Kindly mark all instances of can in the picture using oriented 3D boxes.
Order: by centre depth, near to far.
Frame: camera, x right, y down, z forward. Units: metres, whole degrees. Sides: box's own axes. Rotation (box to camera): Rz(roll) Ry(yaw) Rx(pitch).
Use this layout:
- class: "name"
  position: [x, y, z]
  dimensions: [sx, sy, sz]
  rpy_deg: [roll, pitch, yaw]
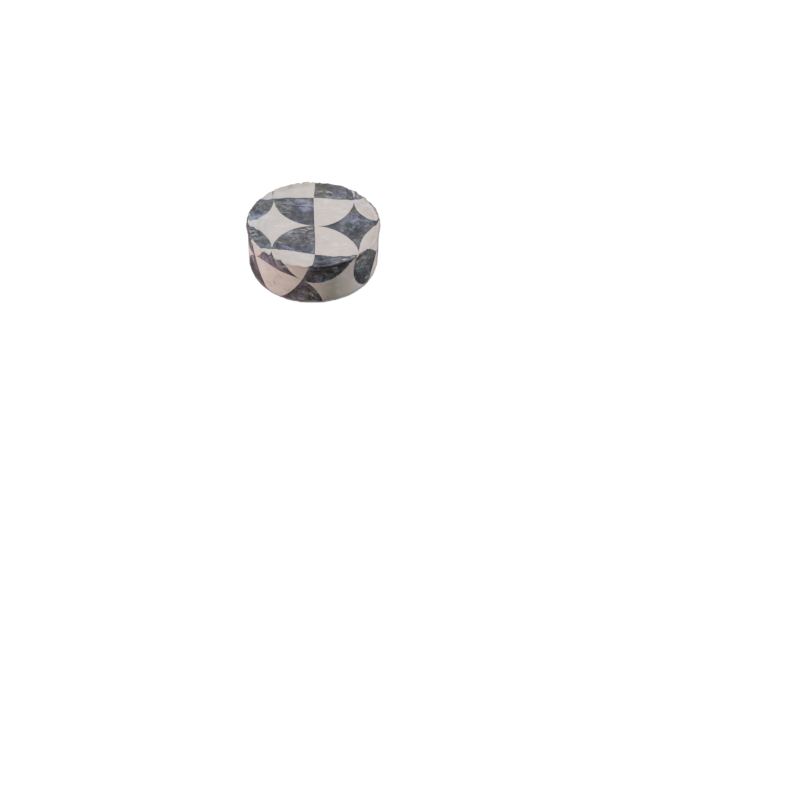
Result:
- class: "can"
  position: [-0.056, -0.102, 0.718]
  dimensions: [0.086, 0.031, 0.092]
  rpy_deg: [-1, 44, -1]
